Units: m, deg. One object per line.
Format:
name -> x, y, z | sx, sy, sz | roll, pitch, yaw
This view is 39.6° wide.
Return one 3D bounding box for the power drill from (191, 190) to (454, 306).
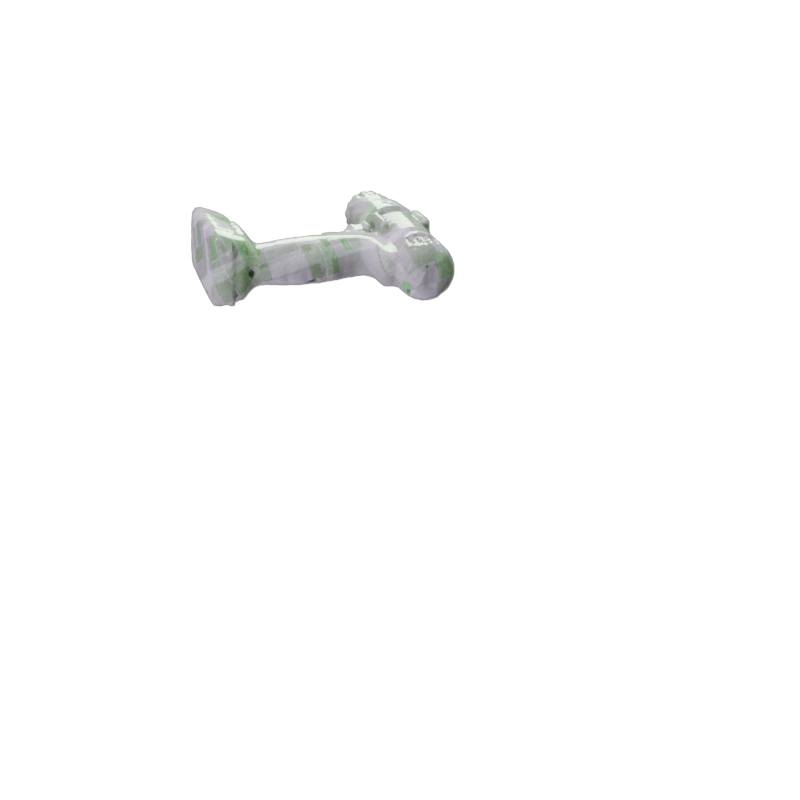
power drill -> -0.069, -0.126, 0.885 | 0.185, 0.055, 0.196 | -7, 24, -15
